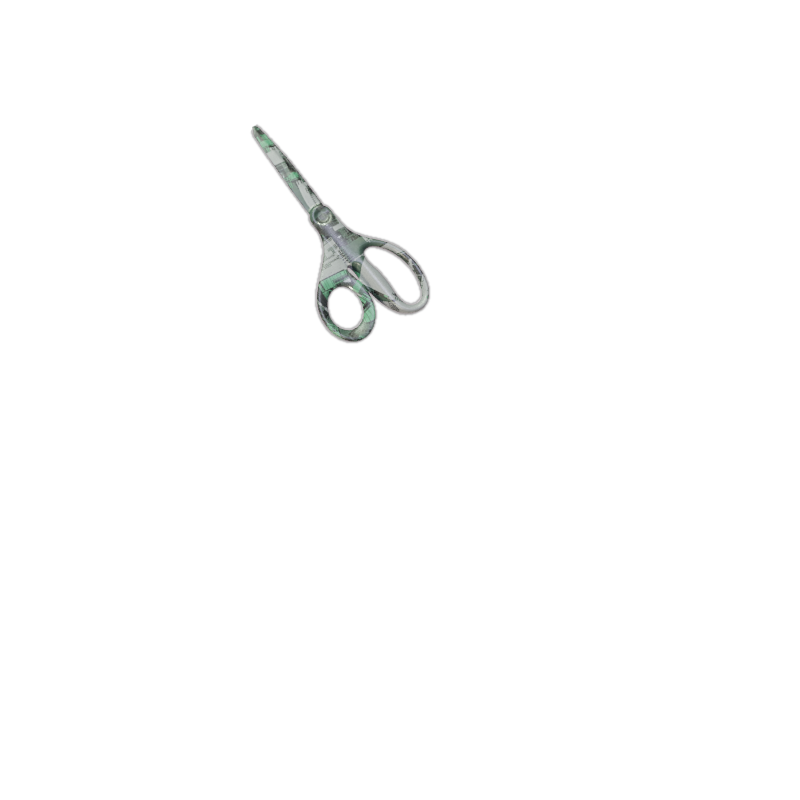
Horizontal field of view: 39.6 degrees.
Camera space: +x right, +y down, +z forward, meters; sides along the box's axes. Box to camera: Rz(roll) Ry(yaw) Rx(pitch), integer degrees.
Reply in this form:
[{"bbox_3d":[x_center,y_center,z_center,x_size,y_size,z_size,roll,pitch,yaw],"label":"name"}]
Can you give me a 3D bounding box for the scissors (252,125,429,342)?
[{"bbox_3d":[-0.069,-0.125,0.879,0.207,0.097,0.015,38,-13,11],"label":"scissors"}]
